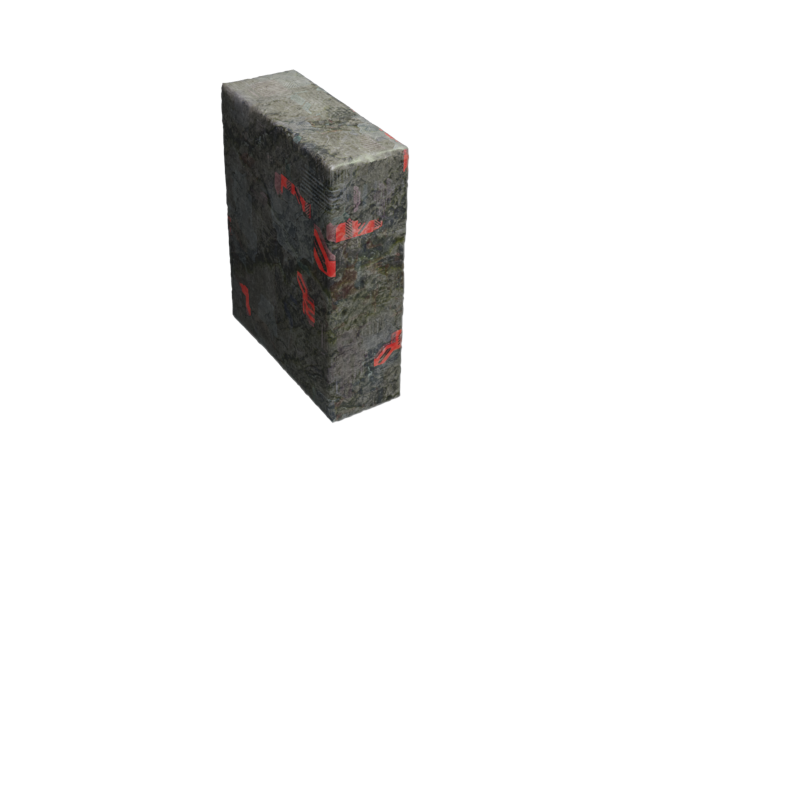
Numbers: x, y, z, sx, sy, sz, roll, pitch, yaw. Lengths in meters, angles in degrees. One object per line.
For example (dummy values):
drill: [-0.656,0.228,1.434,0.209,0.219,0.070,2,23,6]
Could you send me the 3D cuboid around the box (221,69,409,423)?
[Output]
box: [-0.065,-0.119,0.831,0.071,0.200,0.177,-17,39,-27]
